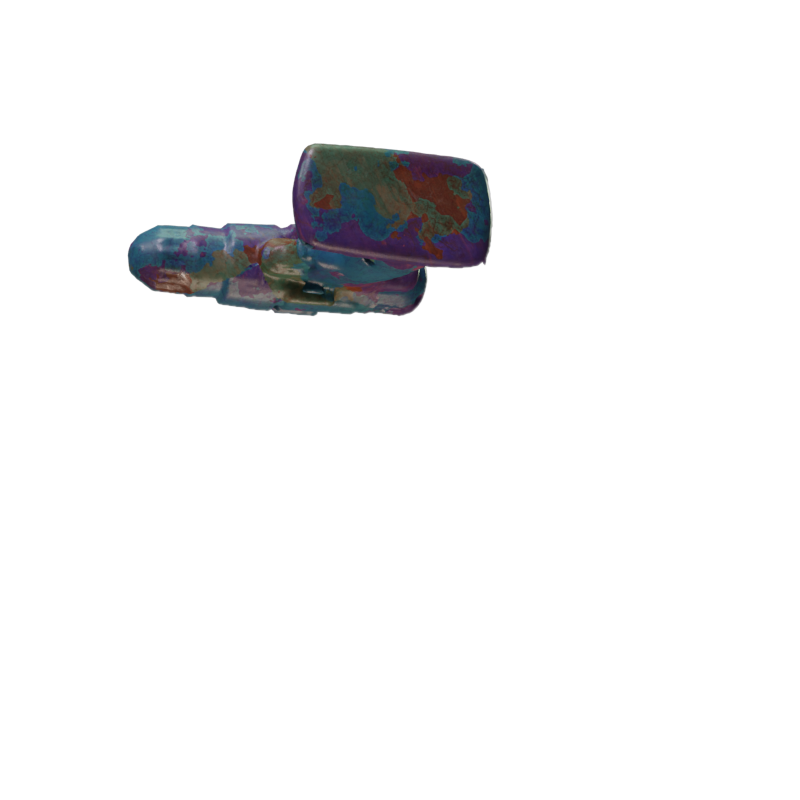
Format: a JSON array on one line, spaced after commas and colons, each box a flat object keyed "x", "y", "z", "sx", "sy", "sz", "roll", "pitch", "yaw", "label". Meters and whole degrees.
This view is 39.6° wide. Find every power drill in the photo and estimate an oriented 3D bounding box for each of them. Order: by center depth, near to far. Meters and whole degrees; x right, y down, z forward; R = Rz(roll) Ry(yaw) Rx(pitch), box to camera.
[{"x": -0.048, "y": -0.087, "z": 0.613, "sx": 0.180, "sy": 0.059, "sz": 0.188, "roll": 2, "pitch": -6, "yaw": -19, "label": "power drill"}]
